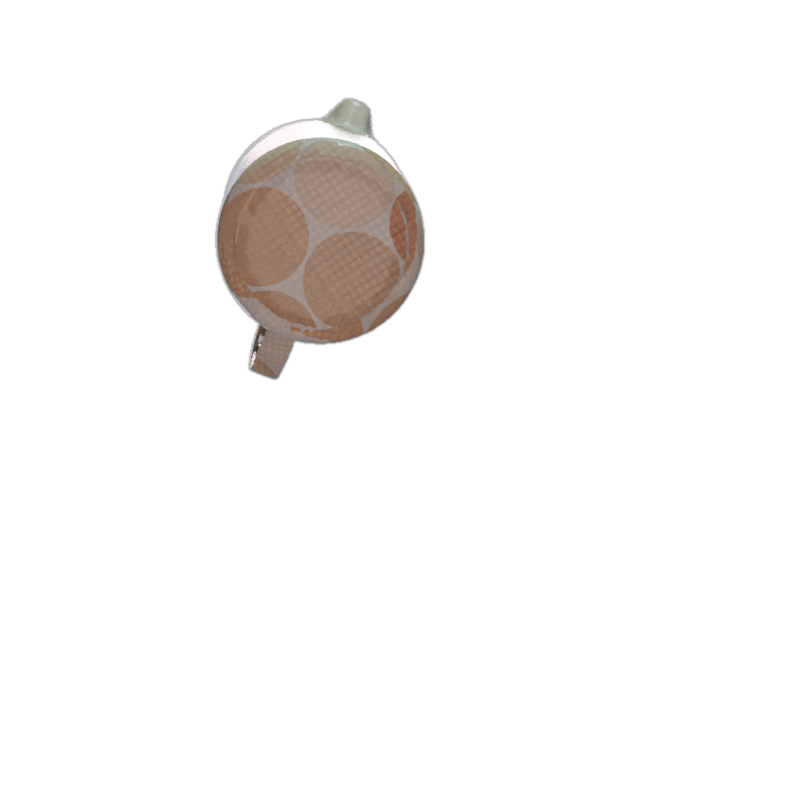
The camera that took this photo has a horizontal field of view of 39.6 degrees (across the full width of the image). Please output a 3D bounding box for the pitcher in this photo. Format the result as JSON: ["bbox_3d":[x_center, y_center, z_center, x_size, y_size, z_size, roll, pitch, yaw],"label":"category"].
[{"bbox_3d":[-0.053,-0.097,0.682,0.145,0.146,0.249,-23,12,1],"label":"pitcher"}]
